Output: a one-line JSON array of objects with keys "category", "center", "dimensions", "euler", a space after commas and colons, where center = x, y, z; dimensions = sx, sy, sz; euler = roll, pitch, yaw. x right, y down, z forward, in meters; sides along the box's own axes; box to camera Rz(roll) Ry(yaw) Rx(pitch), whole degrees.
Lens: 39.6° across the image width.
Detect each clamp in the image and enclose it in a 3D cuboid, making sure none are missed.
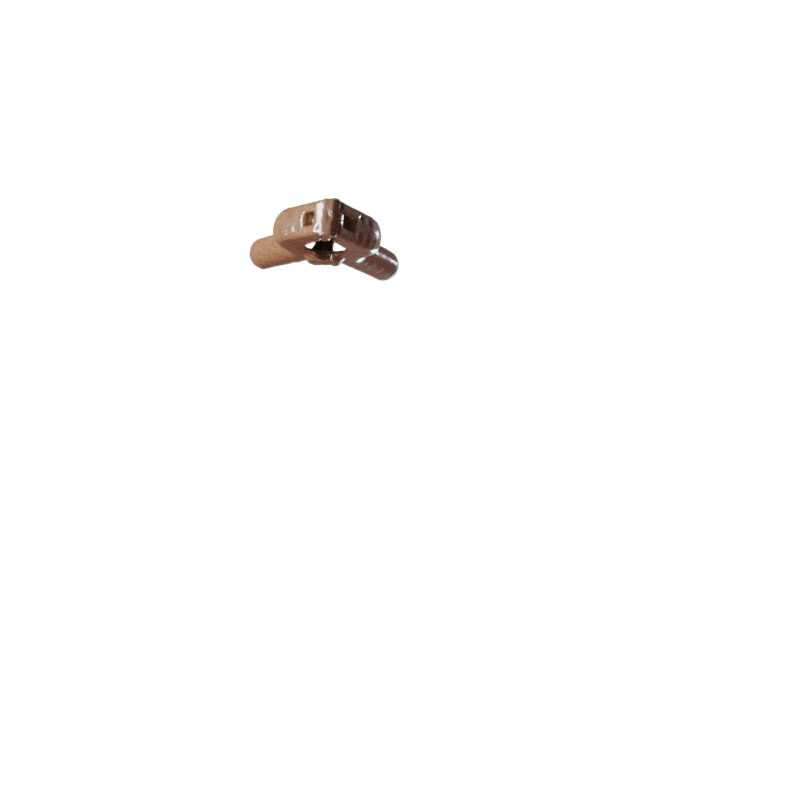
[{"category": "clamp", "center": [-0.066, -0.120, 0.841], "dimensions": [0.121, 0.040, 0.165], "euler": [-1, -8, 5]}]
